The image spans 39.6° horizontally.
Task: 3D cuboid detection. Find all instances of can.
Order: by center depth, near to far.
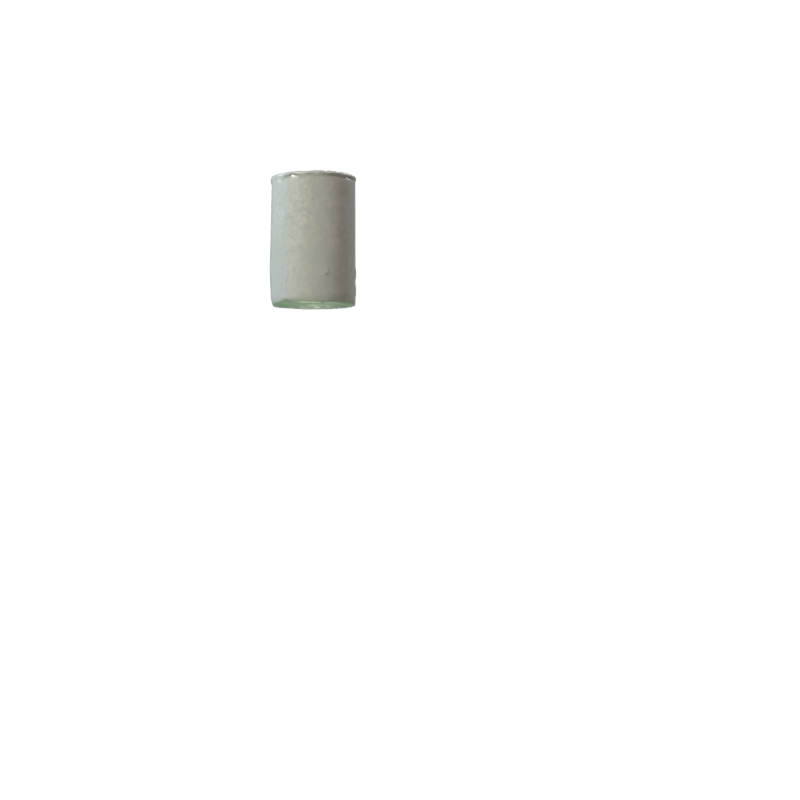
[{"bbox_3d":[-0.068,-0.125,0.872,0.068,0.104,0.068,0,-5,-2],"label":"can"}]
